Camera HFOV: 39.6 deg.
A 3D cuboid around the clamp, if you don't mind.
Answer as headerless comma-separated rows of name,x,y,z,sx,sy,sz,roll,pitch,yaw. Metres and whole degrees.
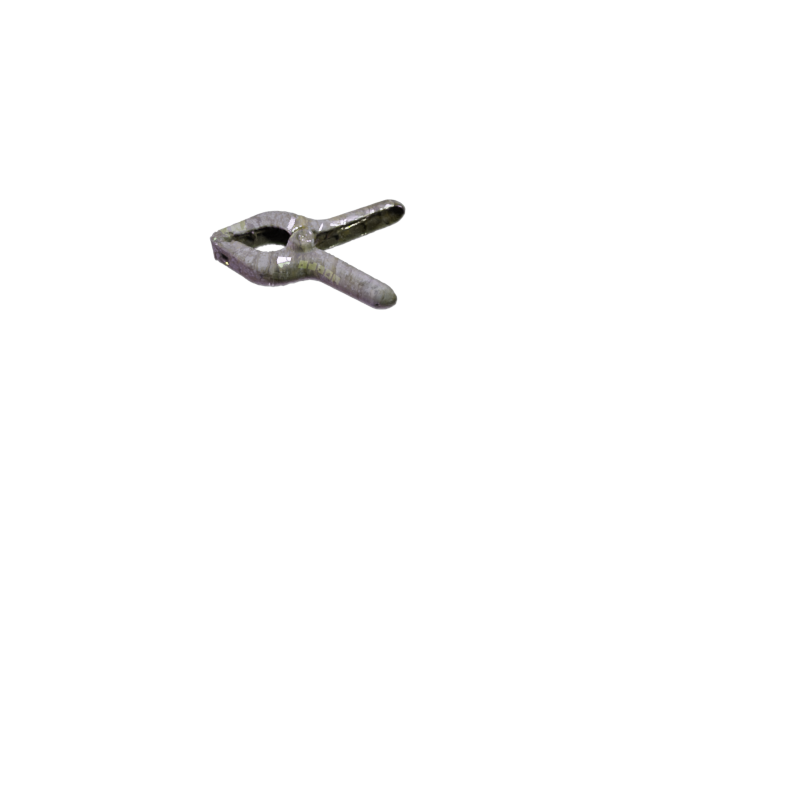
clamp,-0.075,-0.138,0.964,0.175,0.036,0.126,11,45,11
